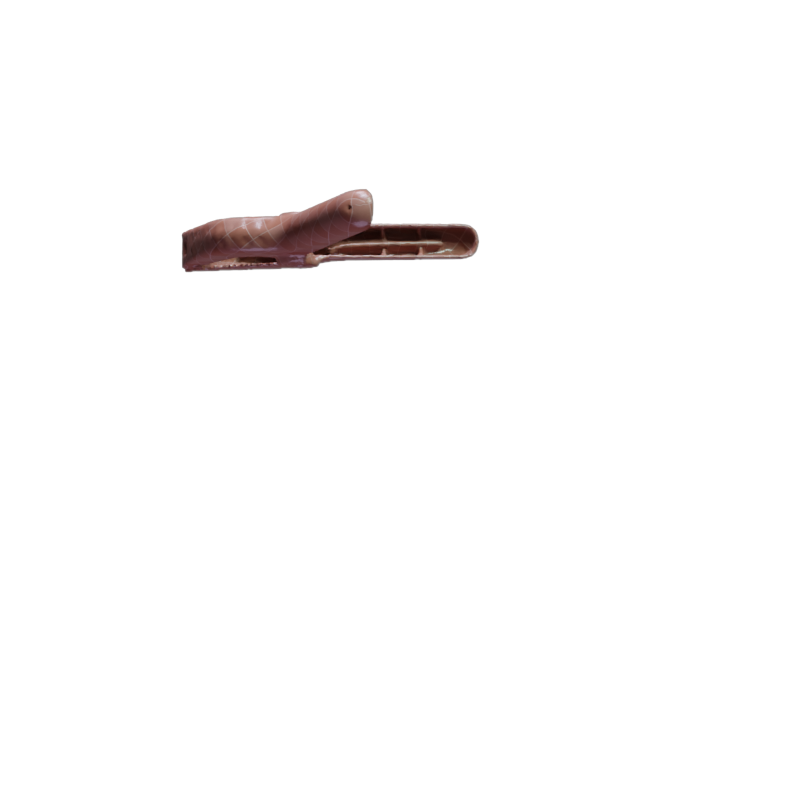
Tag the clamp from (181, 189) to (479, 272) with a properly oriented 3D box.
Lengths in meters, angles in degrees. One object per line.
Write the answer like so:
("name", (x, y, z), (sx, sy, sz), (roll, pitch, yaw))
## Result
("clamp", (-0.061, -0.110, 0.773), (0.217, 0.037, 0.157), (-2, -3, 37))
